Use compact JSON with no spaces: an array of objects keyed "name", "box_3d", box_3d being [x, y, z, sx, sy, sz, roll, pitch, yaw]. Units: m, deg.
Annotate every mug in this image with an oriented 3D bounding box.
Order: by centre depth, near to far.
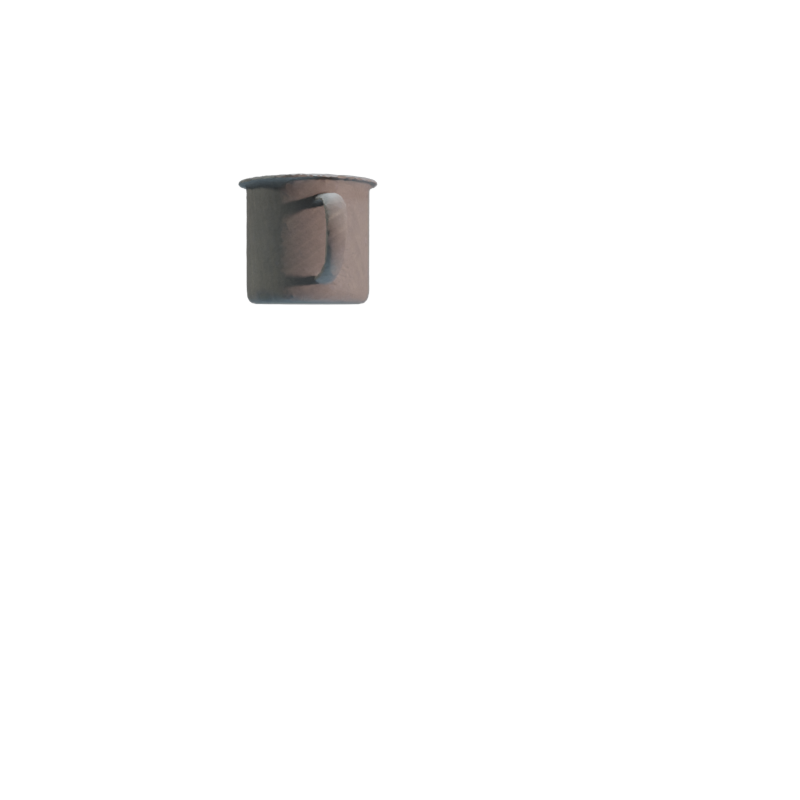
[{"name":"mug","box_3d":[-0.057,-0.104,0.727,0.091,0.082,0.120,0,1,-21]}]
